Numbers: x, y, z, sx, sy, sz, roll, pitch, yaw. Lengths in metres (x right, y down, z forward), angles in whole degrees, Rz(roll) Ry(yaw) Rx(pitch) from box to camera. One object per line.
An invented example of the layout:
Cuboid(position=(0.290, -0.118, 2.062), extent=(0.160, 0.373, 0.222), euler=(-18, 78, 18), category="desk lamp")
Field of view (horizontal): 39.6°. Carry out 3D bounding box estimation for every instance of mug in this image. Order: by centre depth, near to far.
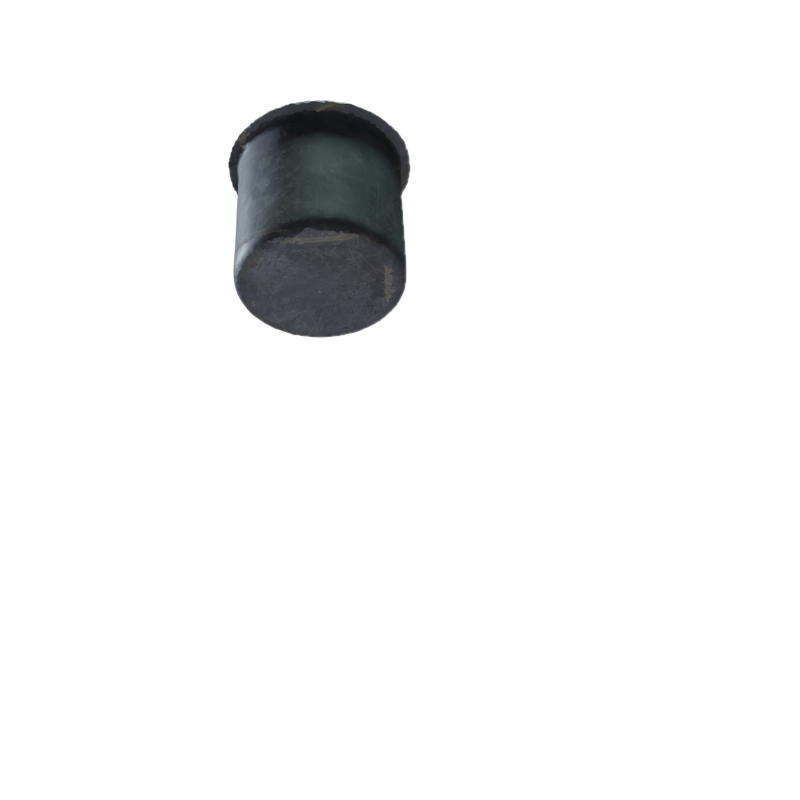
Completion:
Cuboid(position=(-0.043, -0.079, 0.550), extent=(0.091, 0.087, 0.112), euler=(10, -40, -15), category="mug")
